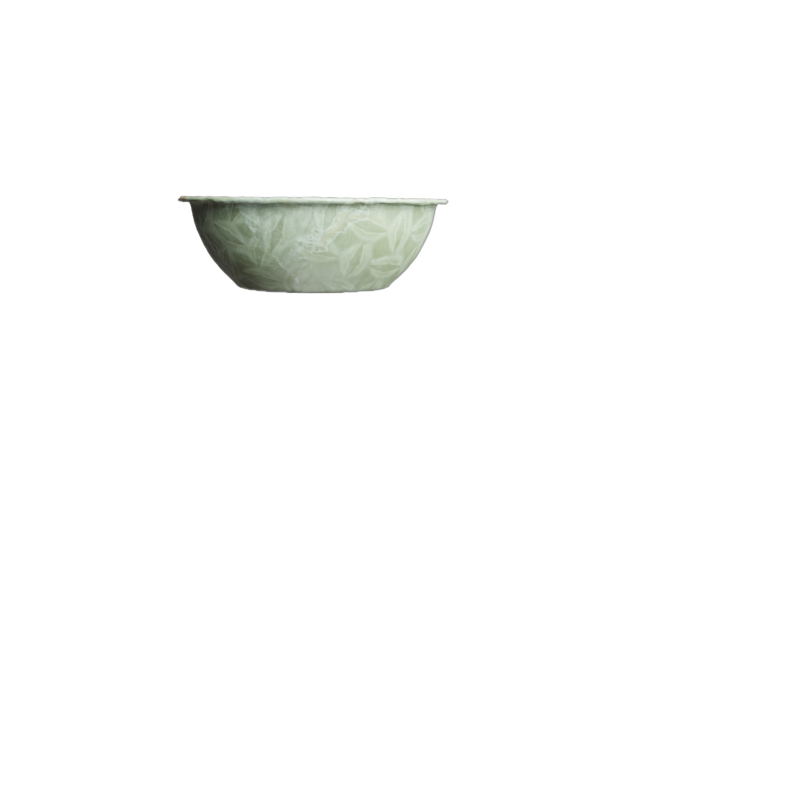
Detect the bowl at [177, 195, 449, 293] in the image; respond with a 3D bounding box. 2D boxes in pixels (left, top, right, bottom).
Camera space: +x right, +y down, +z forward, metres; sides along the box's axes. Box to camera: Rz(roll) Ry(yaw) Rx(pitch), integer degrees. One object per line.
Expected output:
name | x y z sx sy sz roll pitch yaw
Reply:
bowl | -0.052 -0.095 0.667 0.162 0.054 0.165 0 9 -2
